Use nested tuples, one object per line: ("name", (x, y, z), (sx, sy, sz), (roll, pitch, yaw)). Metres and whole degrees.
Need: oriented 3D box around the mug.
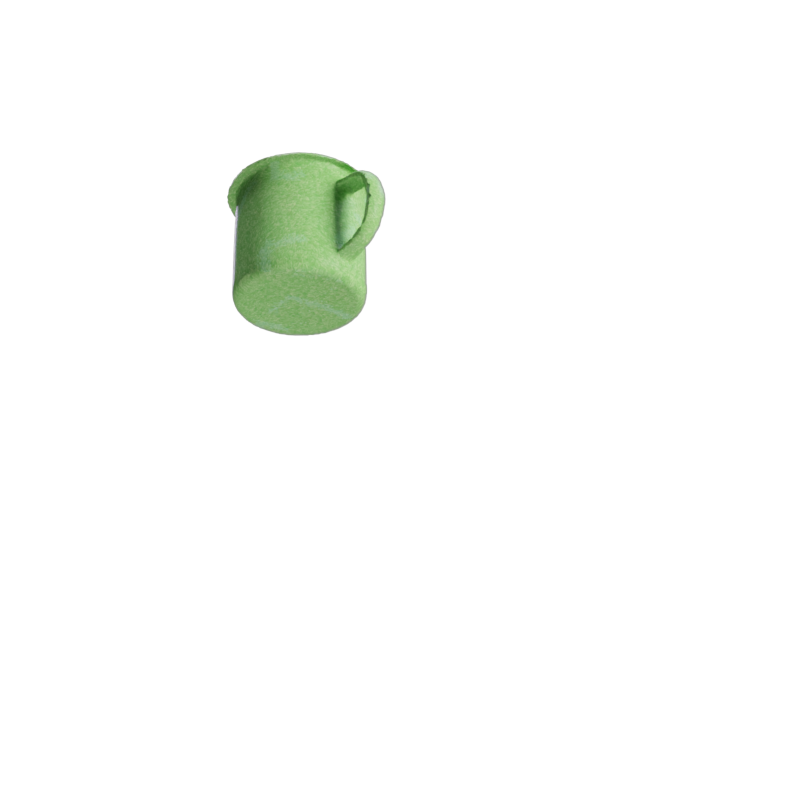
("mug", (-0.053, -0.097, 0.680), (0.117, 0.087, 0.087), (-26, -39, 35))
